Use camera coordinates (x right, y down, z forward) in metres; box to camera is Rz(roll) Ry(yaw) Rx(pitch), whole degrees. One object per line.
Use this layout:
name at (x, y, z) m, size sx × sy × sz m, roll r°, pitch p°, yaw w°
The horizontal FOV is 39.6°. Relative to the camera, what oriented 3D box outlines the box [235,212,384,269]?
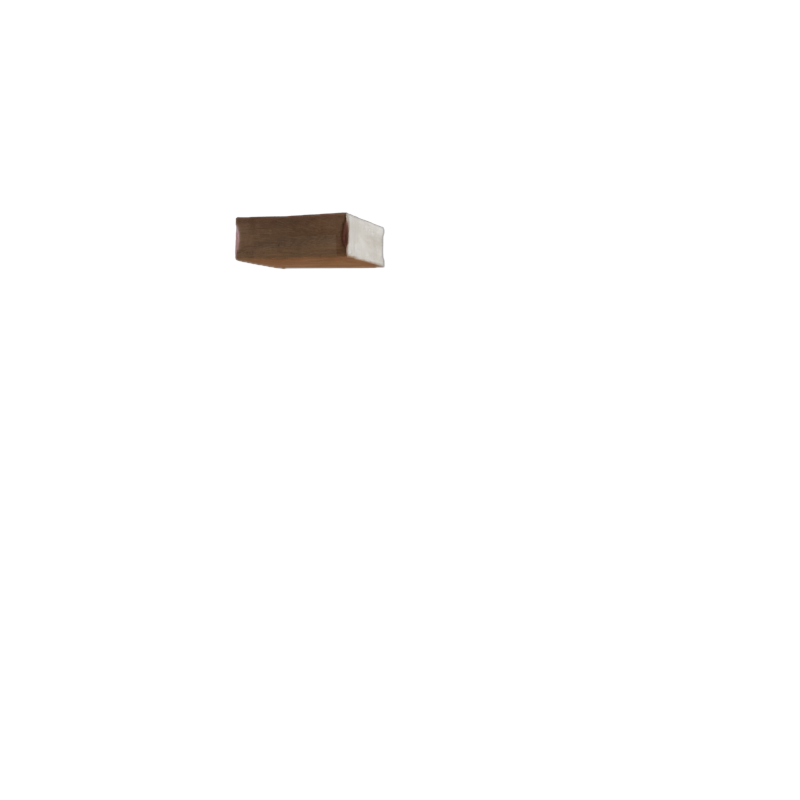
box at (-0.056, -0.101, 0.710) m, size 0.075 × 0.030 × 0.087 m, roll 1°, pitch 2°, yaw 17°
